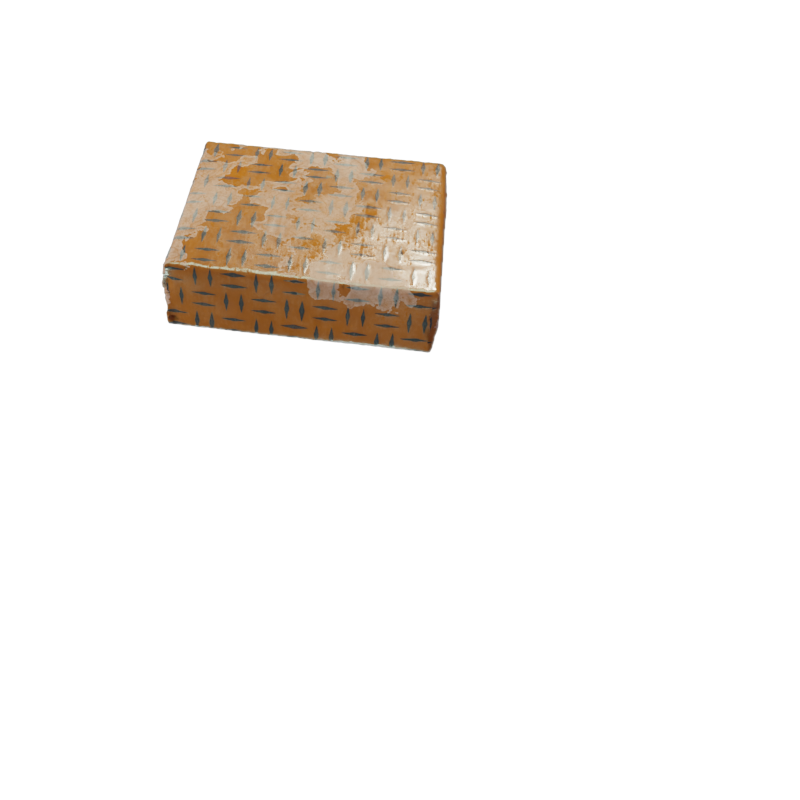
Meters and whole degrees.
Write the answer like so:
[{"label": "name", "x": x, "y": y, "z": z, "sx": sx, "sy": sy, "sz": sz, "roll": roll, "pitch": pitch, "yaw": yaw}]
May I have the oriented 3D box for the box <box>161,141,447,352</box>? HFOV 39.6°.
[{"label": "box", "x": -0.037, "y": -0.068, "z": 0.477, "sx": 0.114, "sy": 0.036, "sz": 0.096, "roll": 4, "pitch": 42, "yaw": 4}]
